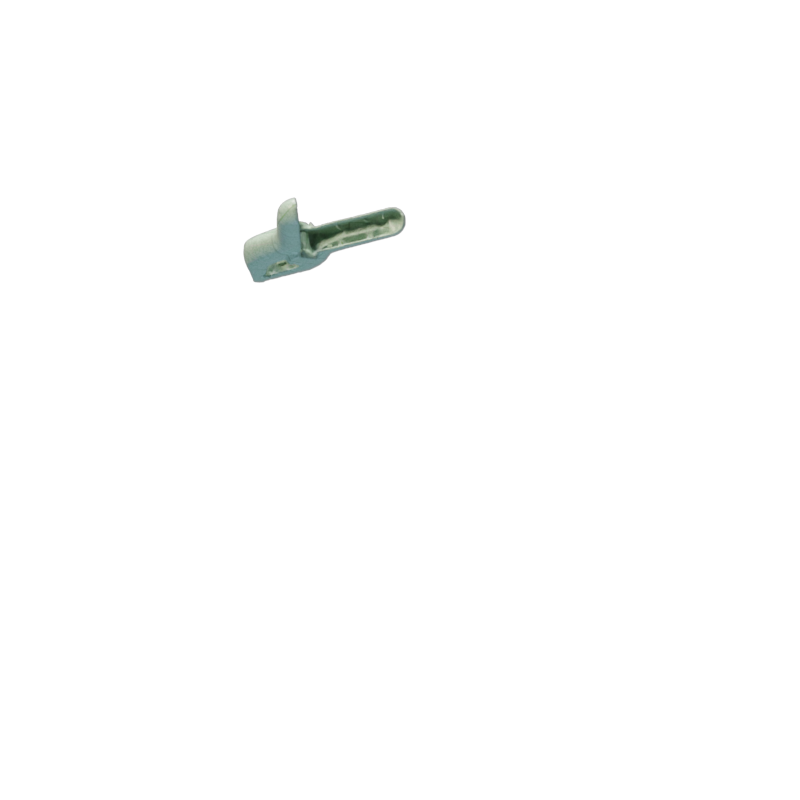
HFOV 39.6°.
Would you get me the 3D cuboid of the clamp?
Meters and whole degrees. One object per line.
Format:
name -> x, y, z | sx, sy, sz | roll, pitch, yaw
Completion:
clamp -> -0.077, -0.140, 0.978 | 0.116, 0.040, 0.172 | 5, -10, -25
